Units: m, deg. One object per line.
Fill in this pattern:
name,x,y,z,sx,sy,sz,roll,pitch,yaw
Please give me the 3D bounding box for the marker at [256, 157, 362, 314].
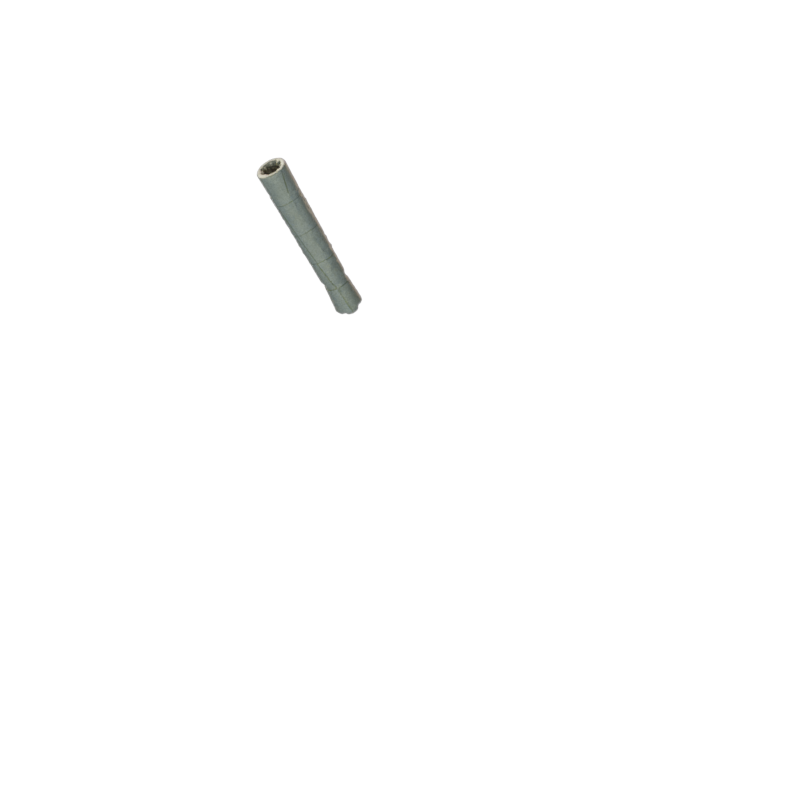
marker,-0.053,-0.097,0.683,0.020,0.112,0.021,-19,38,14
